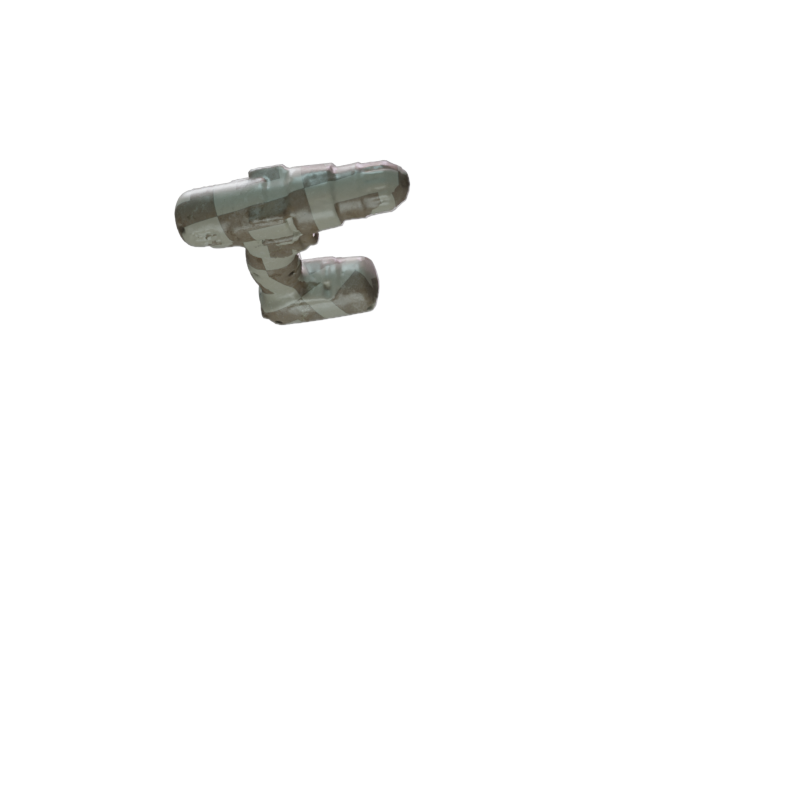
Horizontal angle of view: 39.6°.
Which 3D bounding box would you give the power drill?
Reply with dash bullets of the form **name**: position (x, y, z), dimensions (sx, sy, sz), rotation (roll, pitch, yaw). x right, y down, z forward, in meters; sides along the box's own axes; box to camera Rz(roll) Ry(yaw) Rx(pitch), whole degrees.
- **power drill**: position (-0.071, -0.130, 0.910), dimensions (0.187, 0.061, 0.175), rotation (-5, -25, 11)
